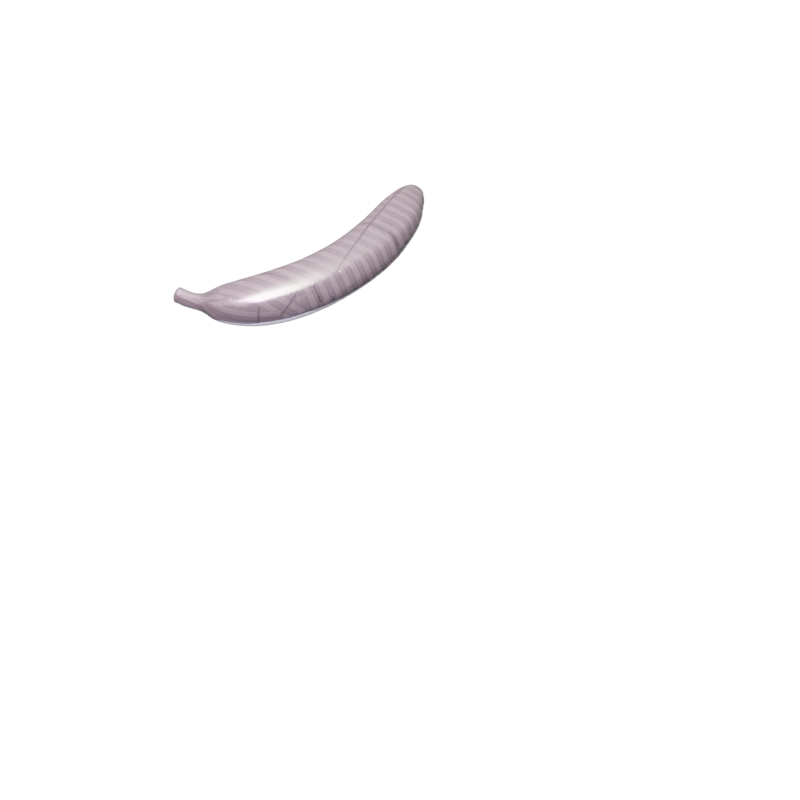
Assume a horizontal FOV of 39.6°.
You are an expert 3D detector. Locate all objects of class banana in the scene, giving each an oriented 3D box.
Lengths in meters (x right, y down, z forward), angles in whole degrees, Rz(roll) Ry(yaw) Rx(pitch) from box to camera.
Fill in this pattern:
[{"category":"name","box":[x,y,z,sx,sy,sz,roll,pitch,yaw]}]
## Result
[{"category":"banana","box":[-0.053,-0.095,0.757,0.197,0.075,0.034,-26,-34,-20]}]
